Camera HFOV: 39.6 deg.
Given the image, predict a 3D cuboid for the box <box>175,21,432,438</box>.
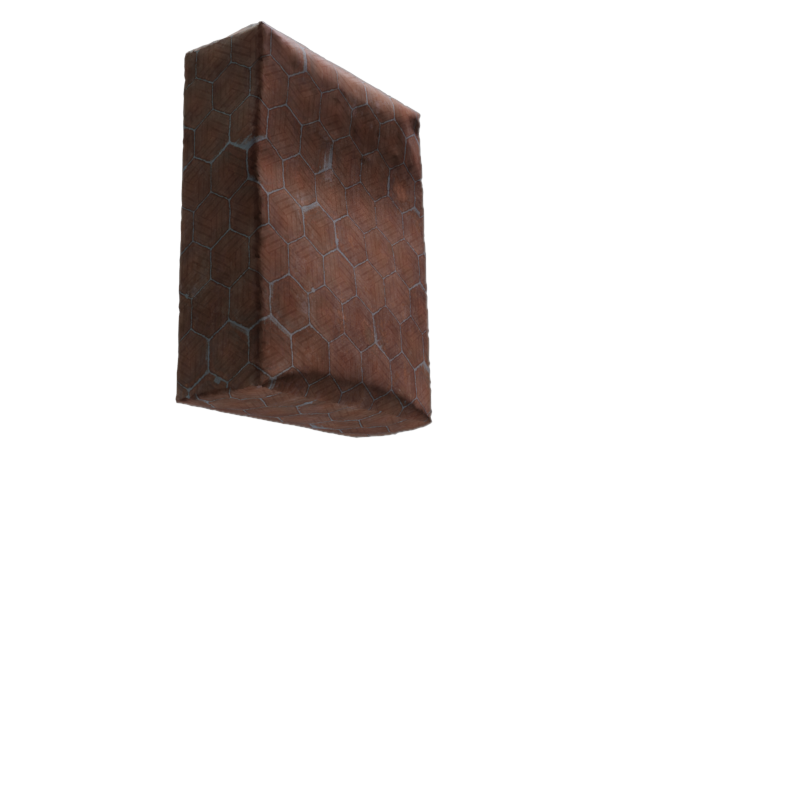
[{"bbox_3d":[-0.052,-0.095,0.664,0.073,0.223,0.154,-14,-21,35],"label":"box"}]
